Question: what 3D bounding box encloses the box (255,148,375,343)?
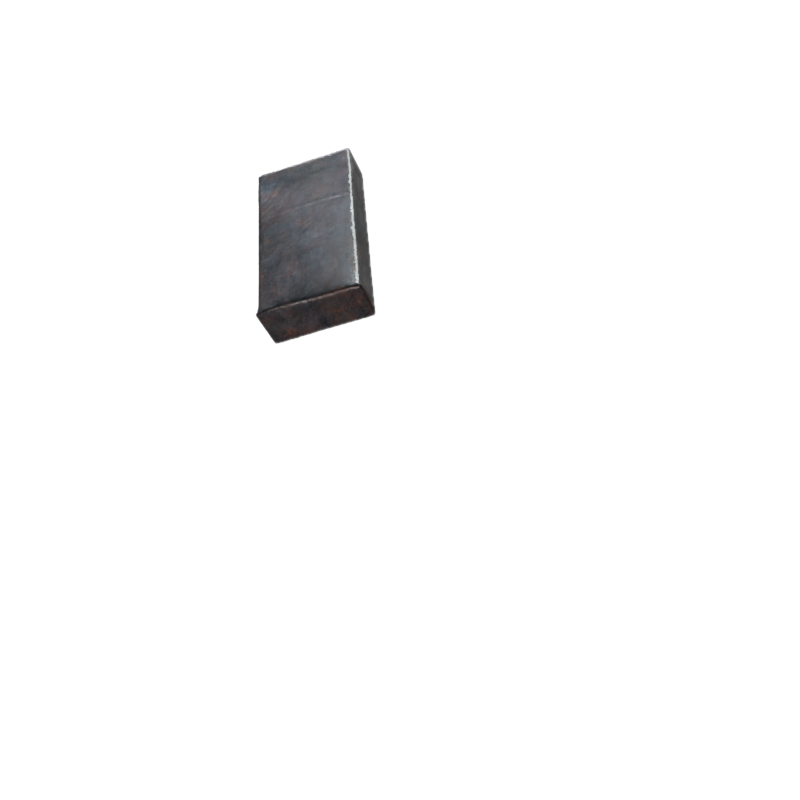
[{"bbox_3d":[-0.075,-0.137,0.964,0.094,0.189,0.044,-16,-45,12],"label":"box"}]
